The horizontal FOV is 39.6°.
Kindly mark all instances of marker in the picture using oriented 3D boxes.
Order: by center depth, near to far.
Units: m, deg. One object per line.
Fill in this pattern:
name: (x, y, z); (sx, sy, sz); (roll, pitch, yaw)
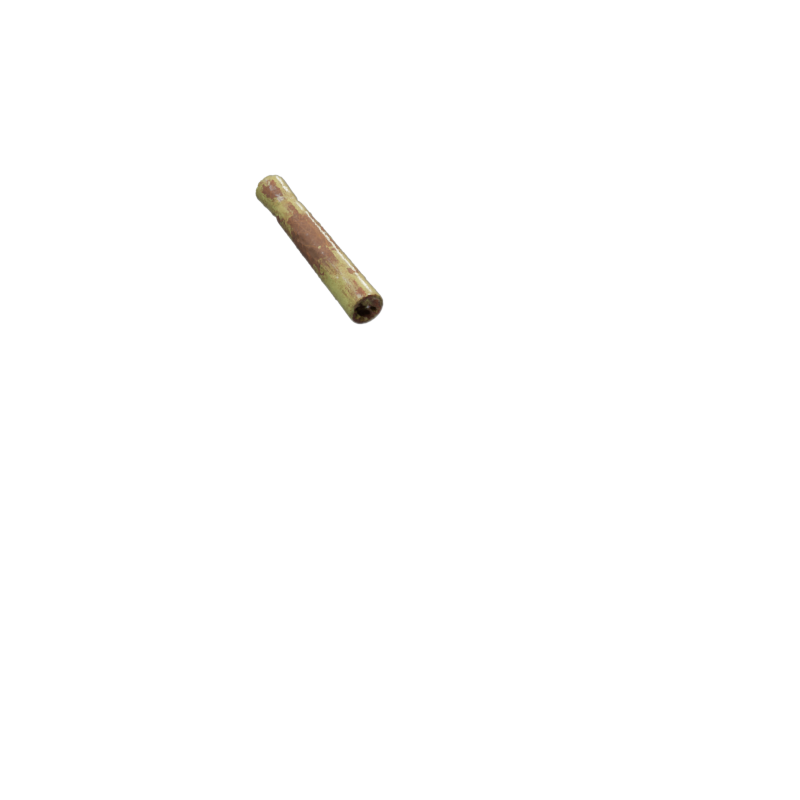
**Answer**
marker: (-0.046, -0.083, 0.585); (0.019, 0.019, 0.131); (-2, 38, -33)
